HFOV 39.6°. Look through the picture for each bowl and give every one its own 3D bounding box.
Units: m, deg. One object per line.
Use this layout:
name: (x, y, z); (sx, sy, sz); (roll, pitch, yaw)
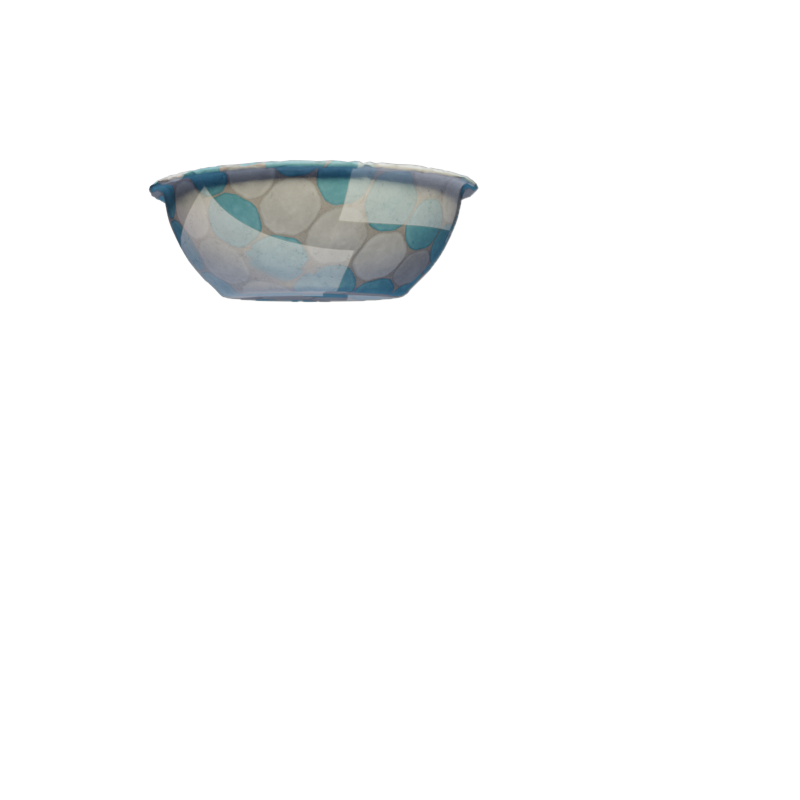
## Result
bowl: (-0.043, -0.078, 0.548); (0.162, 0.055, 0.161); (0, 1, -2)
